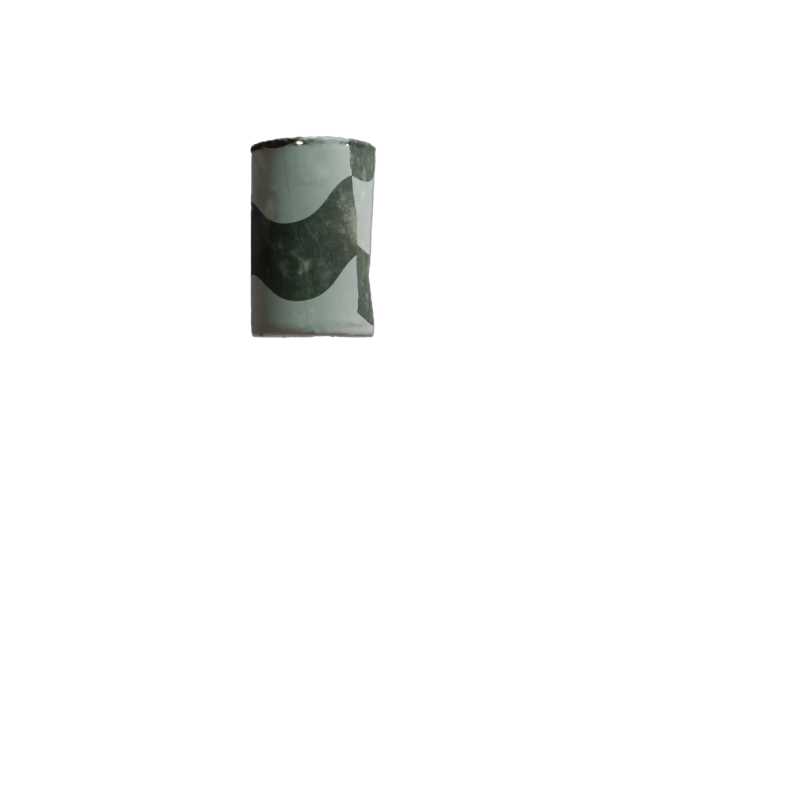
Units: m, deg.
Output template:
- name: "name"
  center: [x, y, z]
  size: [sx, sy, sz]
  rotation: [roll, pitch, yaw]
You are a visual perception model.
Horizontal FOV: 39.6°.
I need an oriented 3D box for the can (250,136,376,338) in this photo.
- name: "can"
  center: [-0.047, -0.085, 0.594]
  size: [0.068, 0.103, 0.068]
  rotation: [0, -3, -2]
